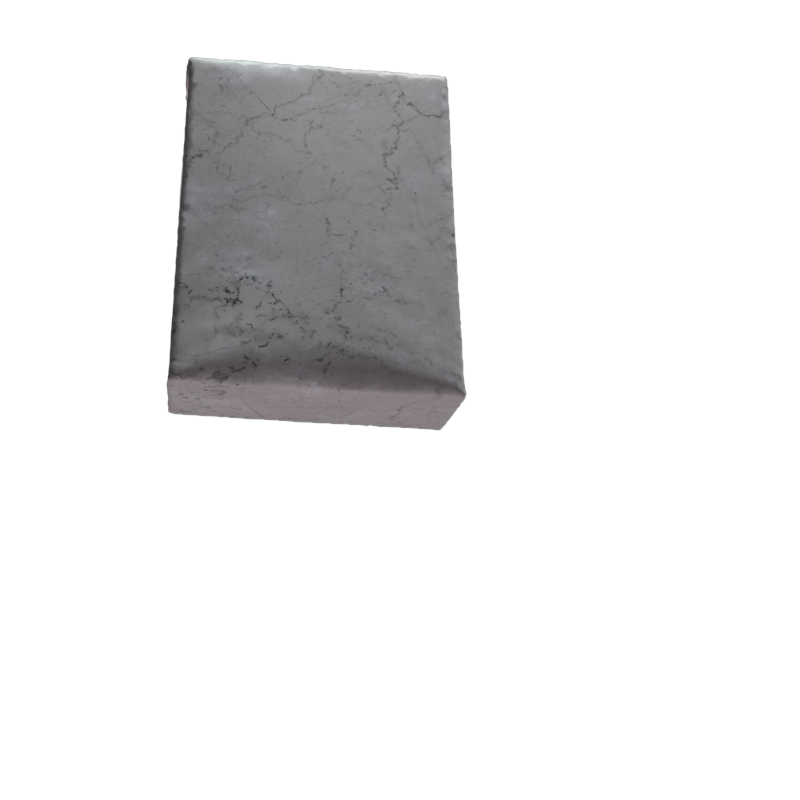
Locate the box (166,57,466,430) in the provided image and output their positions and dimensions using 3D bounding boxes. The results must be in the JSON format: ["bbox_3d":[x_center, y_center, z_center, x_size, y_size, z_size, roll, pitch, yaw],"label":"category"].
[{"bbox_3d":[-0.052,-0.095,0.666,0.162,0.226,0.068,2,-26,-8],"label":"box"}]
